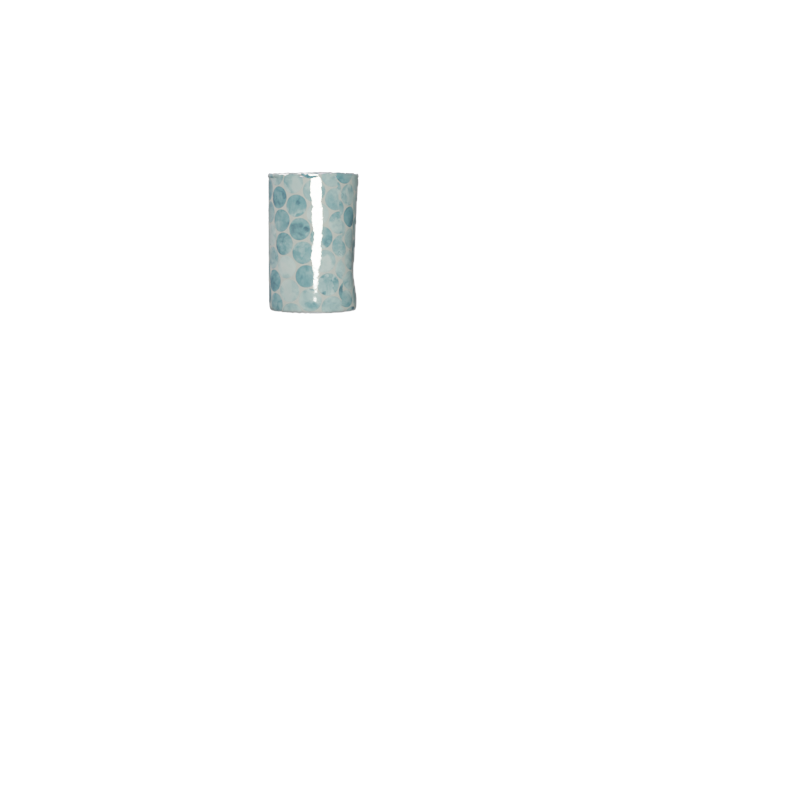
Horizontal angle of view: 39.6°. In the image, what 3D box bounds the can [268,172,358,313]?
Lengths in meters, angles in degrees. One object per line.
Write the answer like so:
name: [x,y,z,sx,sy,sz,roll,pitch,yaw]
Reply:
can: [-0.065,-0.119,0.832,0.068,0.102,0.069,0,4,-2]
